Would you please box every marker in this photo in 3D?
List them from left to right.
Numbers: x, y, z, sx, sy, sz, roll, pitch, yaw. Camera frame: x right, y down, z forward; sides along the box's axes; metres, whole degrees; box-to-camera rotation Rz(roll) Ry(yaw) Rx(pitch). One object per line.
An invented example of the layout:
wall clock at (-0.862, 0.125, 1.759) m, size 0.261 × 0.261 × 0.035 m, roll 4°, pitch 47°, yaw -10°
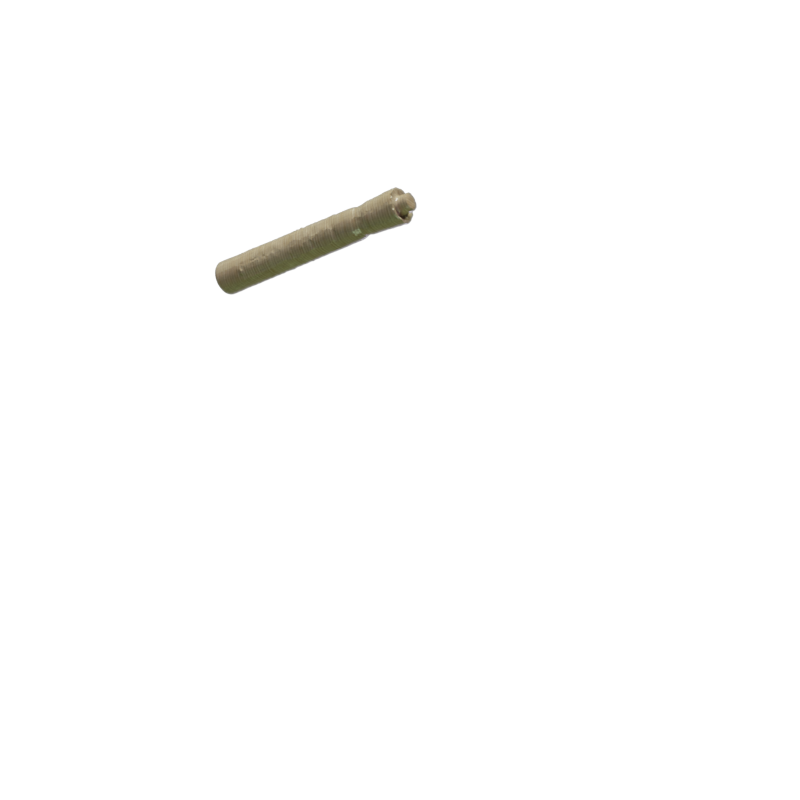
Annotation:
marker at (-0.044, -0.080, 0.562) m, size 0.122 × 0.020 × 0.019 m, roll -17°, pitch -6°, yaw 33°
